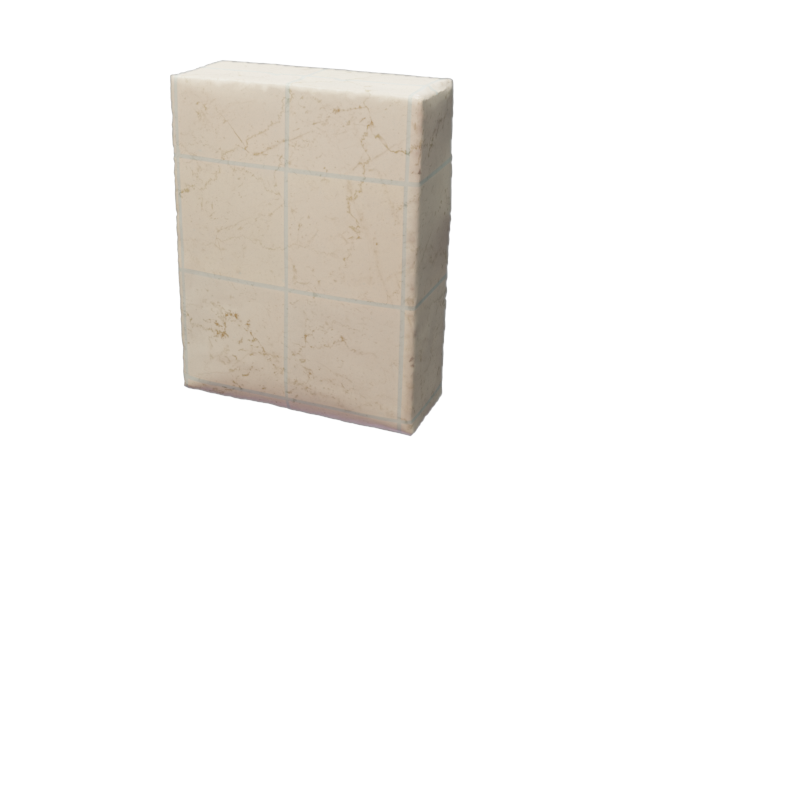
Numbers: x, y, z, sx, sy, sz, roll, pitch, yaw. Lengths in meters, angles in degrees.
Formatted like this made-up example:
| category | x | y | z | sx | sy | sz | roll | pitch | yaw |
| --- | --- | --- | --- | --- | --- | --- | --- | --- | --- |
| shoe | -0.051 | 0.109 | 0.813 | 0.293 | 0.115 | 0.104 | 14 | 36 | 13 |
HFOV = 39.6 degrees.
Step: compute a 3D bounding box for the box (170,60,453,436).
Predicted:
| category | x | y | z | sx | sy | sz | roll | pitch | yaw |
| --- | --- | --- | --- | --- | --- | --- | --- | --- | --- |
| box | -0.055 | -0.100 | 0.700 | 0.170 | 0.204 | 0.073 | 11 | 23 | 21 |
